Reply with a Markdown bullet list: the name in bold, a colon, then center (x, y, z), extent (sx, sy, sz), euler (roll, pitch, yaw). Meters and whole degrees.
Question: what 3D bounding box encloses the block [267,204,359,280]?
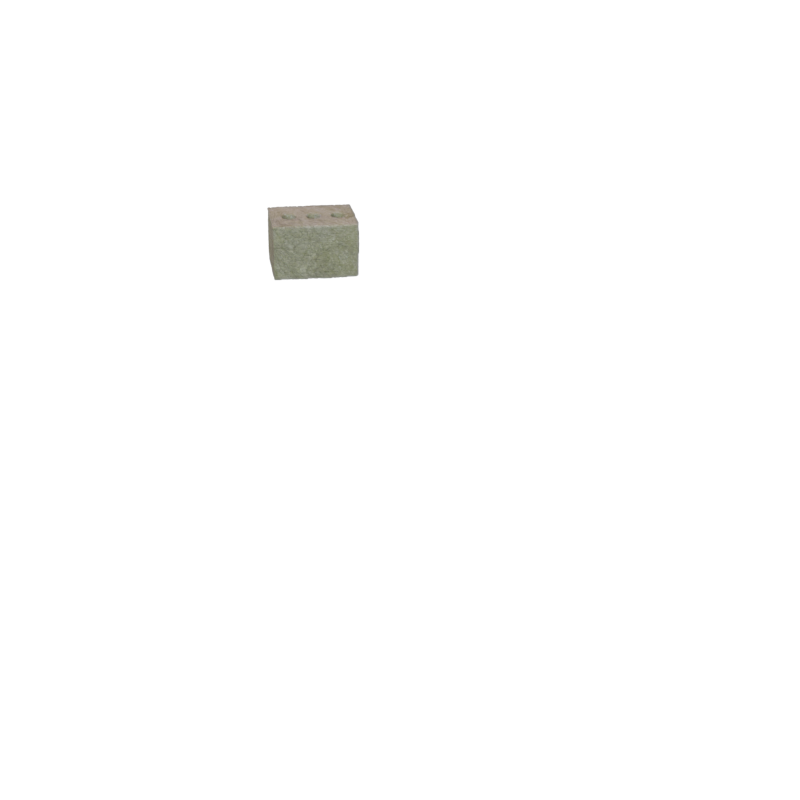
- **block**: center (-0.077, -0.141, 0.988), extent (0.077, 0.049, 0.056), euler (-3, 25, -8)
